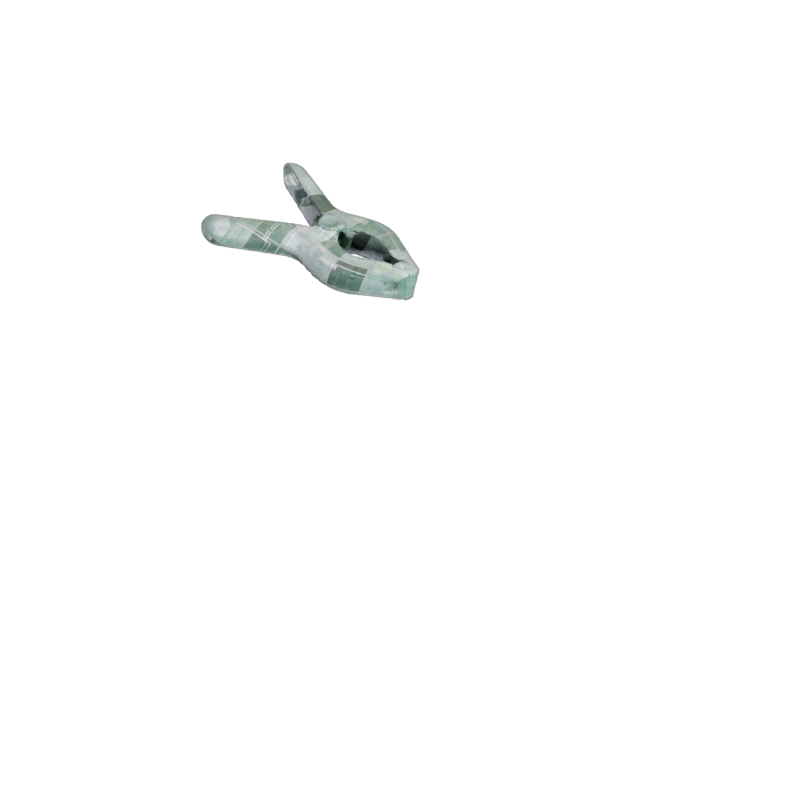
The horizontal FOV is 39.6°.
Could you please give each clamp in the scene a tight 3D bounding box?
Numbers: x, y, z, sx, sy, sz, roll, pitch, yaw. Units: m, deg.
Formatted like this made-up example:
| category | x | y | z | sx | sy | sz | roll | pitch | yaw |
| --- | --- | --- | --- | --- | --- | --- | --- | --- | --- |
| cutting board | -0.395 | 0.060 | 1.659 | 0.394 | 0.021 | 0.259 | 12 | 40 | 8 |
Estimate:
| category | x | y | z | sx | sy | sz | roll | pitch | yaw |
| --- | --- | --- | --- | --- | --- | --- | --- | --- | --- |
| clamp | -0.068 | -0.124 | 0.867 | 0.183 | 0.036 | 0.121 | 34 | 54 | 29 |
